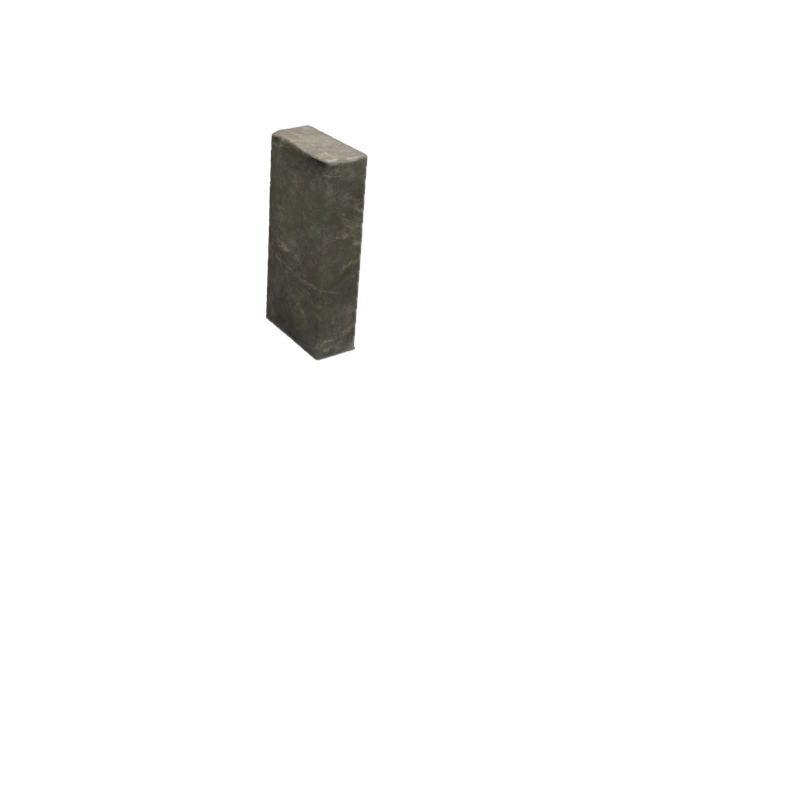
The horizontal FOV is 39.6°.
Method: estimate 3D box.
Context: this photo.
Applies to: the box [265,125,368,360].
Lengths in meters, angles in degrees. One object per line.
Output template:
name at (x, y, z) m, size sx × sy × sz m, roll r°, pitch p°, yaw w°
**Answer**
box at (-0.073, -0.133, 0.930) m, size 0.047 × 0.167 × 0.100 m, roll -14°, pitch 30°, yaw -31°
